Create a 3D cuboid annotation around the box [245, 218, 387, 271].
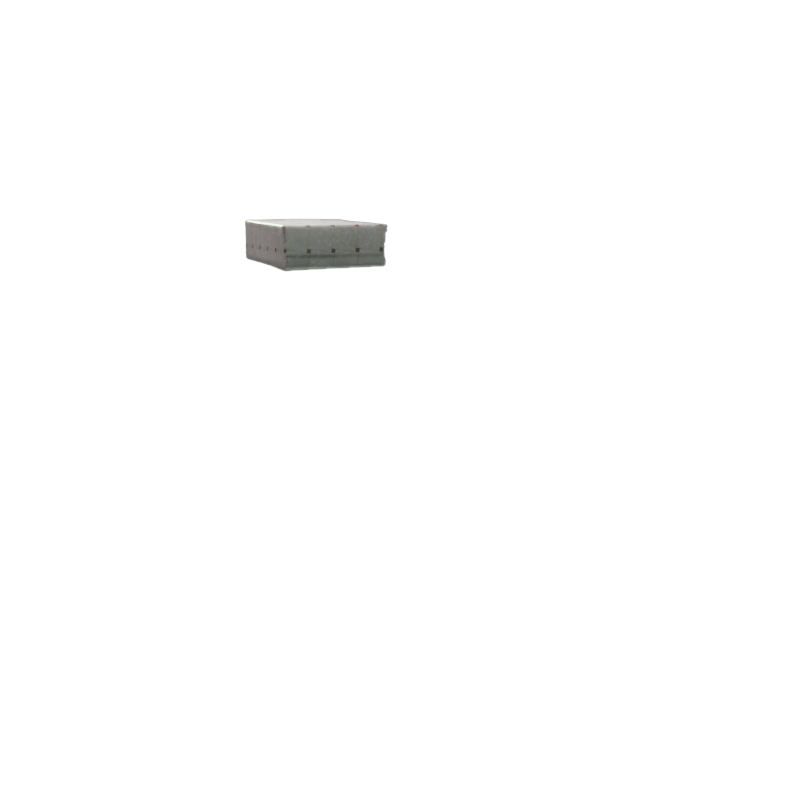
[{"bbox_3d":[-0.073,-0.133,0.930,0.088,0.038,0.119,-5,14,-21],"label":"box"}]
